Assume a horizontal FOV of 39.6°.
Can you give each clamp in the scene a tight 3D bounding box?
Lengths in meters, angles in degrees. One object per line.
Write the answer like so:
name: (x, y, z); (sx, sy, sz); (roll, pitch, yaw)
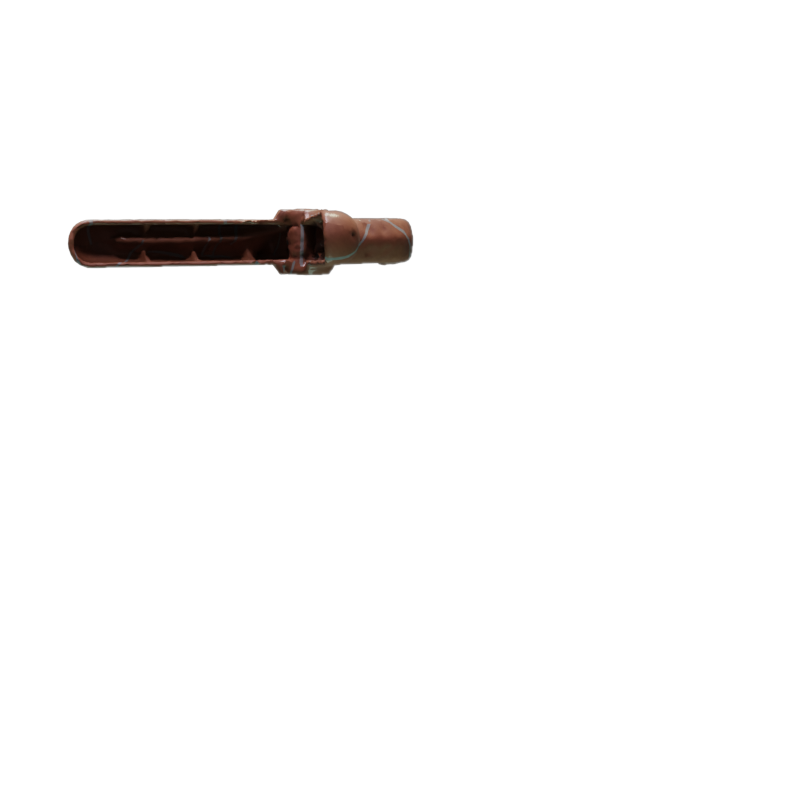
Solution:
clamp: (-0.047, -0.085, 0.596); (0.171, 0.036, 0.203); (6, 10, 36)
